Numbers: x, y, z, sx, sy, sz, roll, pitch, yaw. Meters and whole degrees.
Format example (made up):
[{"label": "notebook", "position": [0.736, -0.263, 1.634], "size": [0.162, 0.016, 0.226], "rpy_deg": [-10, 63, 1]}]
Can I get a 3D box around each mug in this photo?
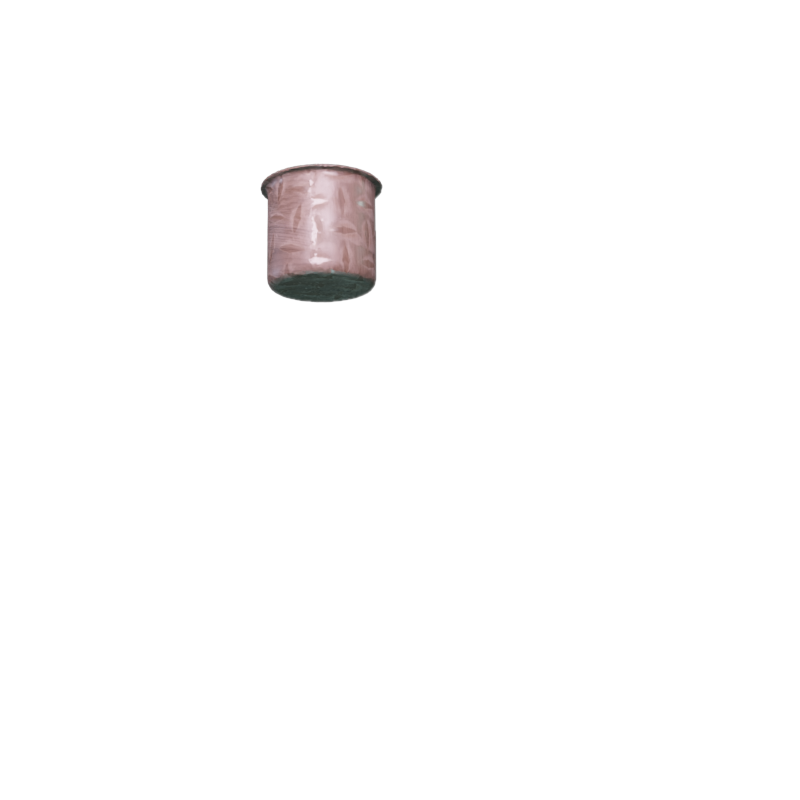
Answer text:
[{"label": "mug", "position": [-0.066, -0.121, 0.844], "size": [0.089, 0.085, 0.118], "rpy_deg": [9, -17, -33]}]
